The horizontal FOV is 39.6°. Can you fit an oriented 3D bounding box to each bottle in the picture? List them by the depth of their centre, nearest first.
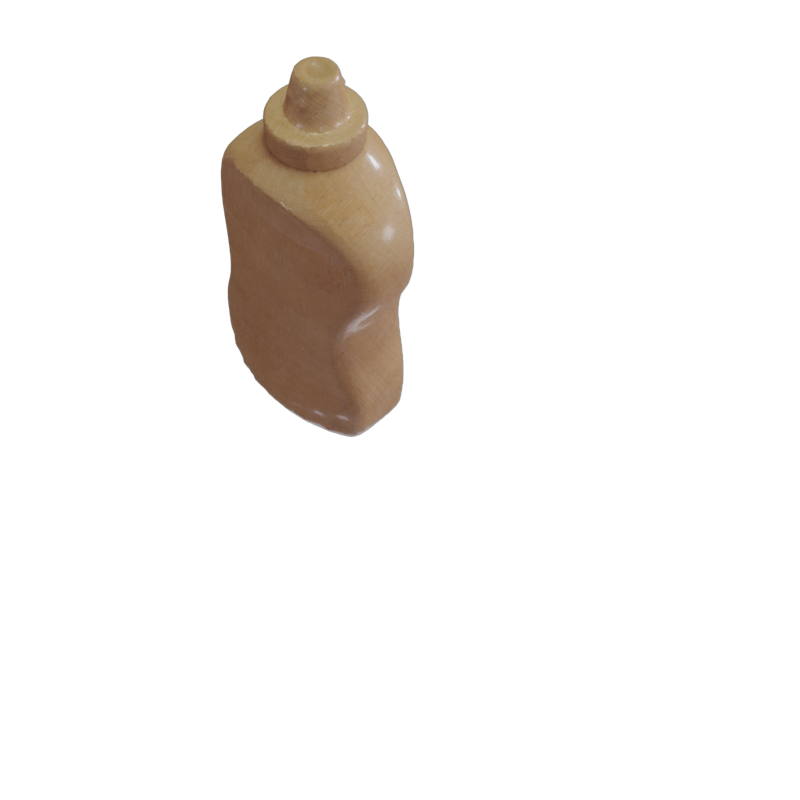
[{"bbox_3d":[-0.037,-0.069,0.482,0.059,0.102,0.179,-34,-28,-25],"label":"bottle"}]
